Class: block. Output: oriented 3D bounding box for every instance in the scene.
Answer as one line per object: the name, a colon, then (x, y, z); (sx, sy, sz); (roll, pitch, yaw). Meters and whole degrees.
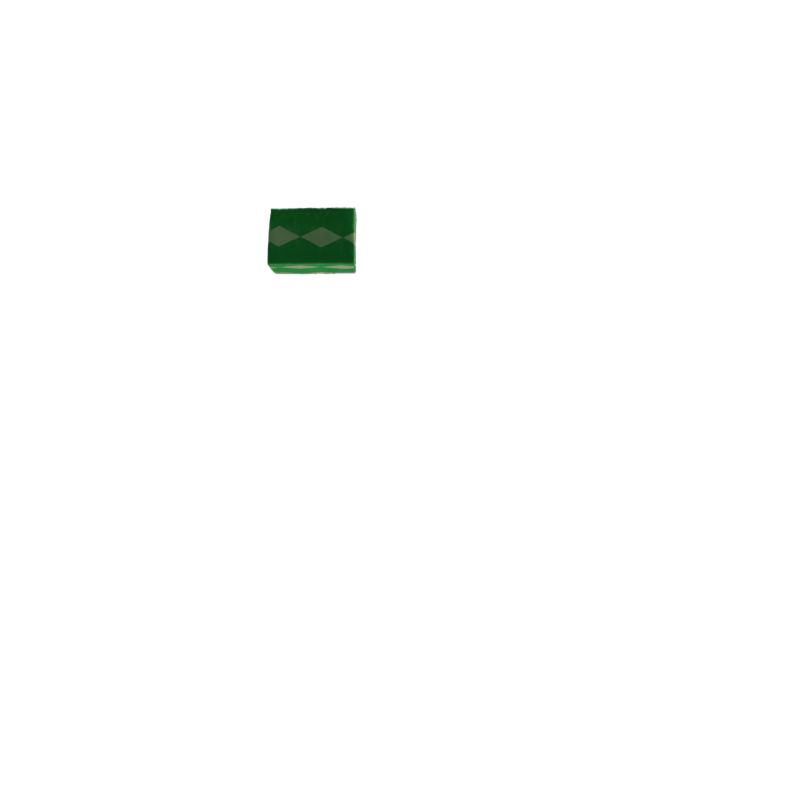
block: (-0.078, -0.142, 0.997); (0.078, 0.052, 0.051); (0, -7, 2)
